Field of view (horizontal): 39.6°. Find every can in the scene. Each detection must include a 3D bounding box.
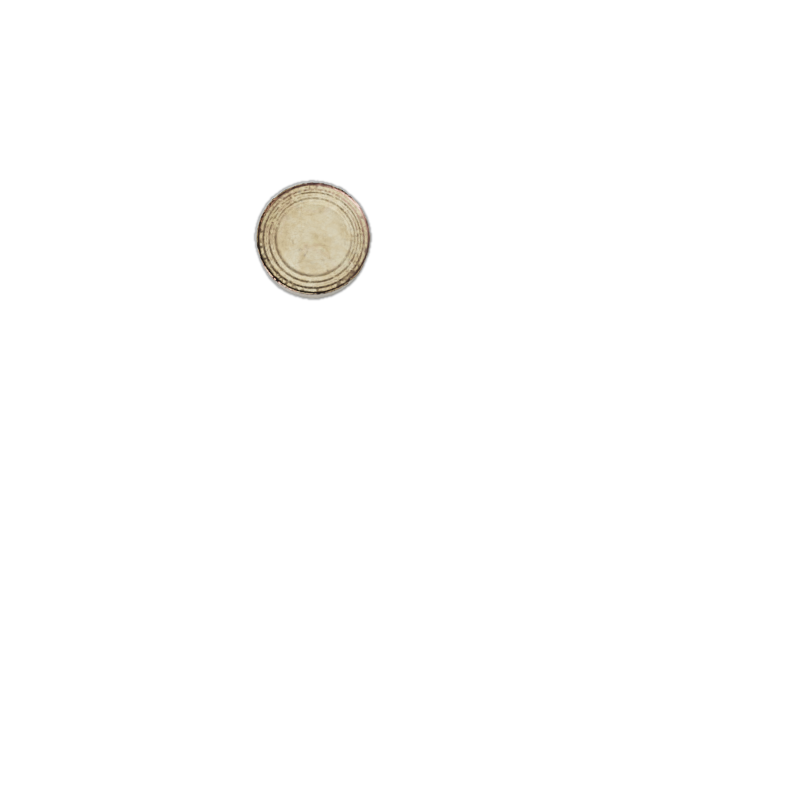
[{"bbox_3d":[-0.066,-0.120,0.839,0.086,0.088,0.033,0,-10,-1],"label":"can"}]
